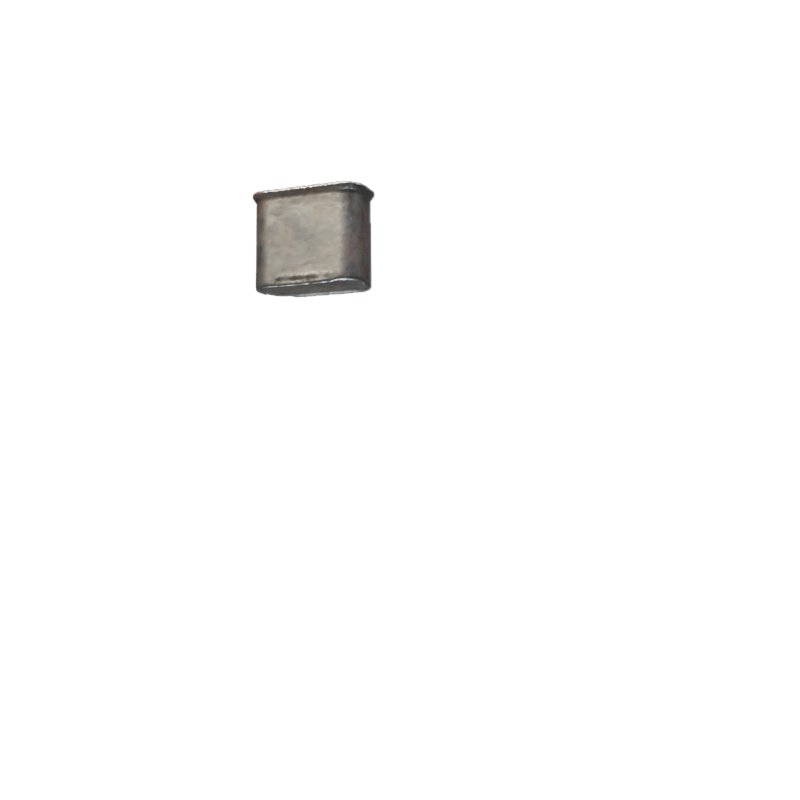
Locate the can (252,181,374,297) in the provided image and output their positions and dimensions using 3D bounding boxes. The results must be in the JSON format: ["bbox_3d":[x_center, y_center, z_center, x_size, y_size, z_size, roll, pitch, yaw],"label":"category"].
[{"bbox_3d":[-0.073,-0.134,0.936,0.104,0.086,0.054,-4,-12,21],"label":"can"}]
